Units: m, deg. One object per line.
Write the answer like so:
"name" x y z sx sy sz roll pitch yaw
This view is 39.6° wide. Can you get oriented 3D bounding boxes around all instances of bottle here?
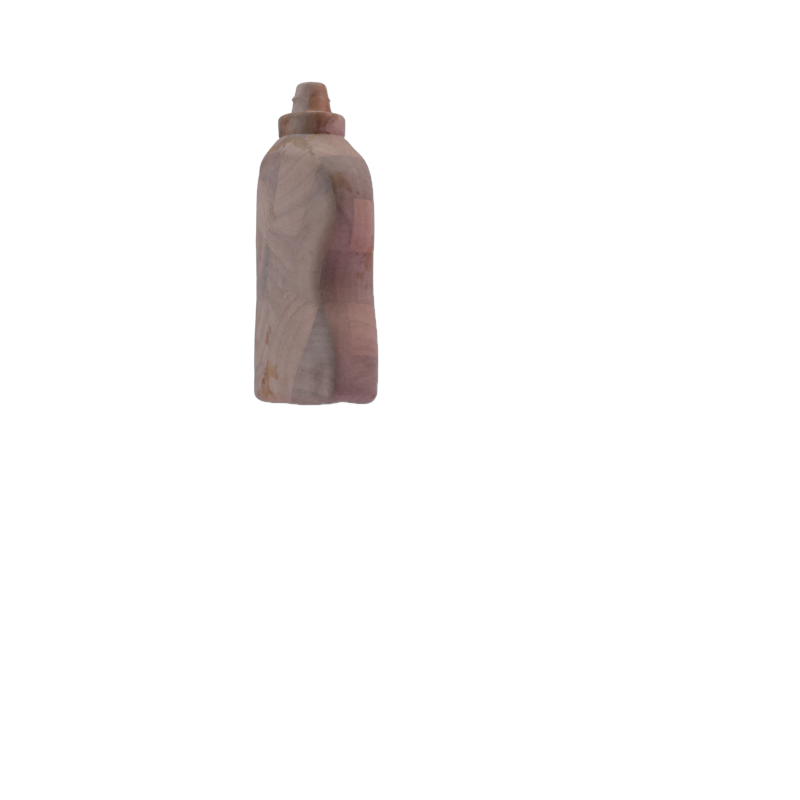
"bottle" -0.052 -0.095 0.664 0.056 0.194 0.098 3 -5 -31
